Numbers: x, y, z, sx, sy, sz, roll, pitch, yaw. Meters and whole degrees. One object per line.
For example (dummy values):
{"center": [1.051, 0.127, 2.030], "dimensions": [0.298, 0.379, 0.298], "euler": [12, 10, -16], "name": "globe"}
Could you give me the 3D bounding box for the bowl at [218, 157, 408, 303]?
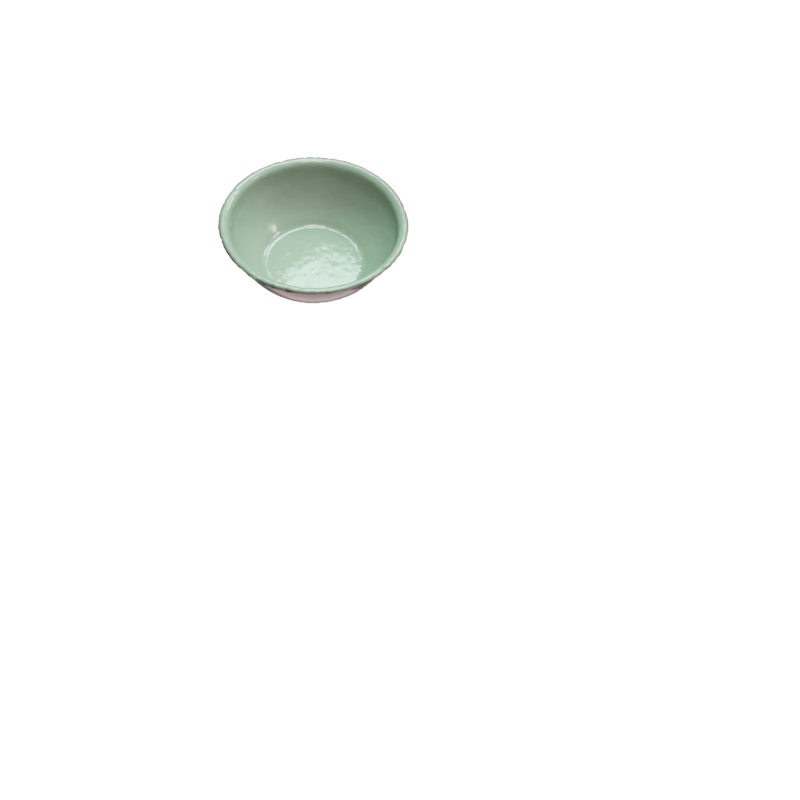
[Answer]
{"center": [-0.075, -0.138, 0.963], "dimensions": [0.162, 0.174, 0.051], "euler": [-1, -39, -1], "name": "bowl"}
